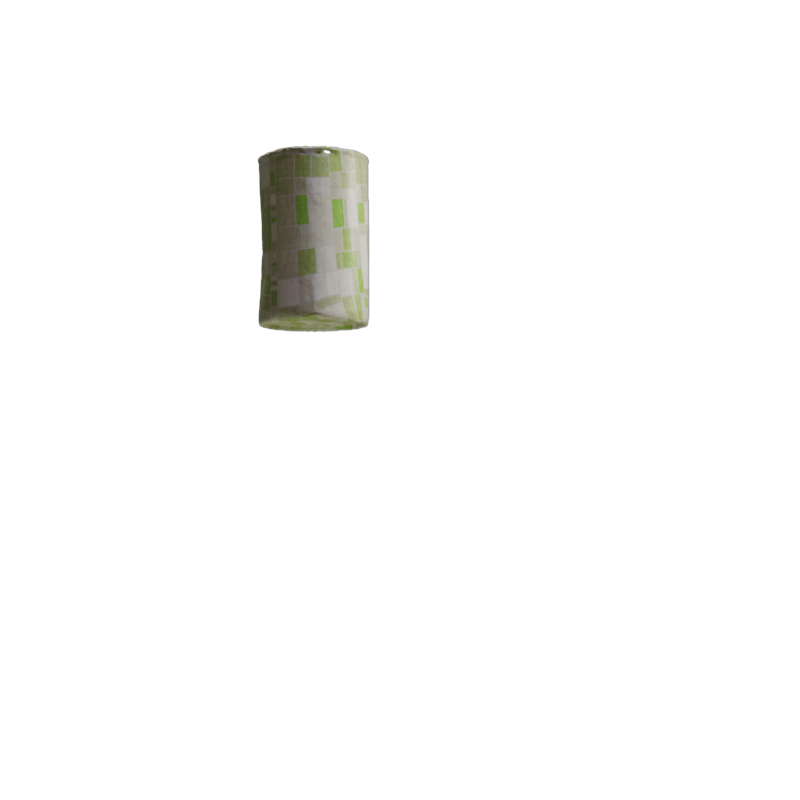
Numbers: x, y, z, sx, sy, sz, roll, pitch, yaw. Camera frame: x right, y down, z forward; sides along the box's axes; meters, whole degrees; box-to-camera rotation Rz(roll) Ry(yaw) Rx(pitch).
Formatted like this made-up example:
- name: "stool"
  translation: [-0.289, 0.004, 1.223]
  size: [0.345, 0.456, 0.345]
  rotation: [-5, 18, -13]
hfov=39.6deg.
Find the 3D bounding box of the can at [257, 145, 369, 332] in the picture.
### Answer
- name: "can"
  translation: [-0.052, -0.095, 0.666]
  size: [0.068, 0.105, 0.067]
  rotation: [0, -8, -2]
